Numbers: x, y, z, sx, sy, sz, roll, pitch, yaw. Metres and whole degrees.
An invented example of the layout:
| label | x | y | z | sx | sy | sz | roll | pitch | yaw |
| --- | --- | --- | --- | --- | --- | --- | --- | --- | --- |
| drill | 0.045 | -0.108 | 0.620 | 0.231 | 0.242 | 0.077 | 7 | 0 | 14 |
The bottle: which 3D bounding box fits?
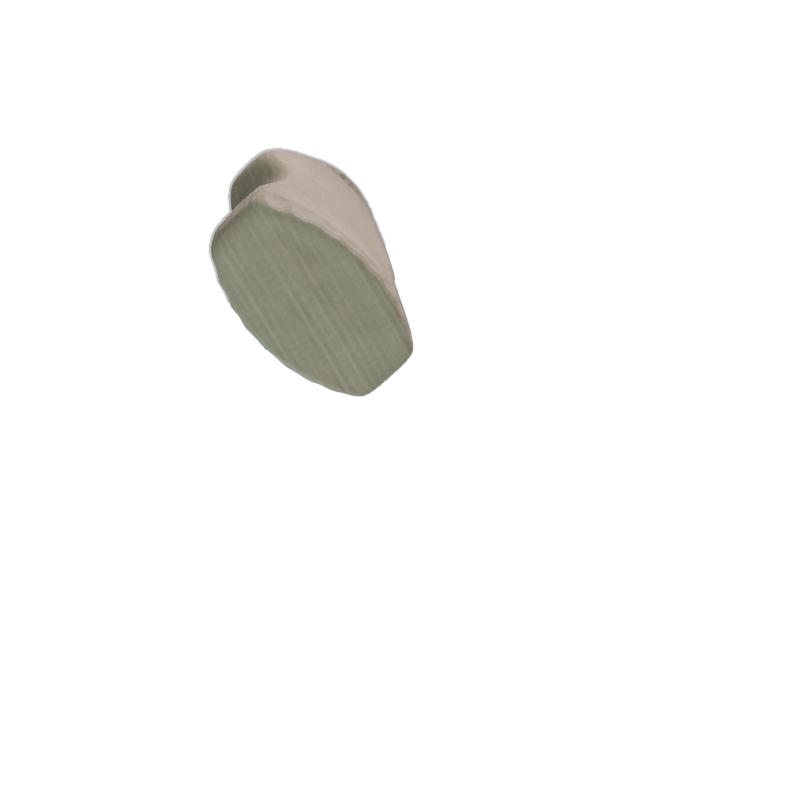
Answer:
| label | x | y | z | sx | sy | sz | roll | pitch | yaw |
| --- | --- | --- | --- | --- | --- | --- | --- | --- | --- |
| bottle | -0.043 | -0.078 | 0.546 | 0.093 | 0.058 | 0.201 | 41 | 15 | -18 |
